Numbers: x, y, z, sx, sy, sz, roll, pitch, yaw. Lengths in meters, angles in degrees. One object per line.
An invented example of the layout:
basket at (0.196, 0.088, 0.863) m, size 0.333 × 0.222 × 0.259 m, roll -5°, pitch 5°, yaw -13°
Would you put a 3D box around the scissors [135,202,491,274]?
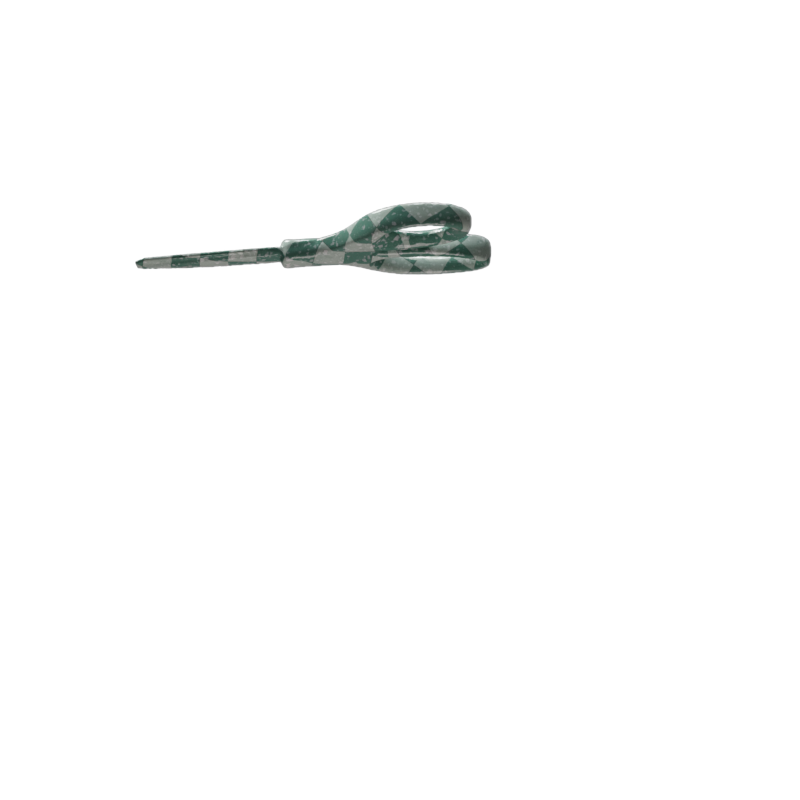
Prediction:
scissors at (-0.047, -0.087, 0.606) m, size 0.201 × 0.016 × 0.093 m, roll 1°, pitch -13°, yaw -4°
